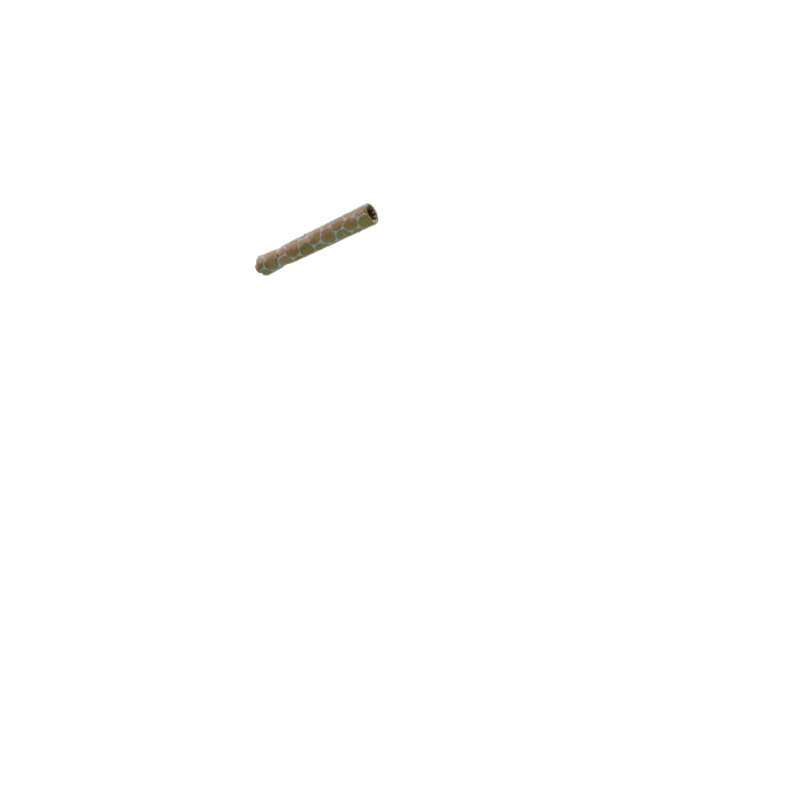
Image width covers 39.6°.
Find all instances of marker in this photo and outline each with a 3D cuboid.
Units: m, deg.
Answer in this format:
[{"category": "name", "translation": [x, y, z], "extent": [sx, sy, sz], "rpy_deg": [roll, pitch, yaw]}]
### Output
[{"category": "marker", "translation": [-0.072, -0.132, 0.923], "extent": [0.122, 0.020, 0.019], "rpy_deg": [-21, -7, 29]}]
